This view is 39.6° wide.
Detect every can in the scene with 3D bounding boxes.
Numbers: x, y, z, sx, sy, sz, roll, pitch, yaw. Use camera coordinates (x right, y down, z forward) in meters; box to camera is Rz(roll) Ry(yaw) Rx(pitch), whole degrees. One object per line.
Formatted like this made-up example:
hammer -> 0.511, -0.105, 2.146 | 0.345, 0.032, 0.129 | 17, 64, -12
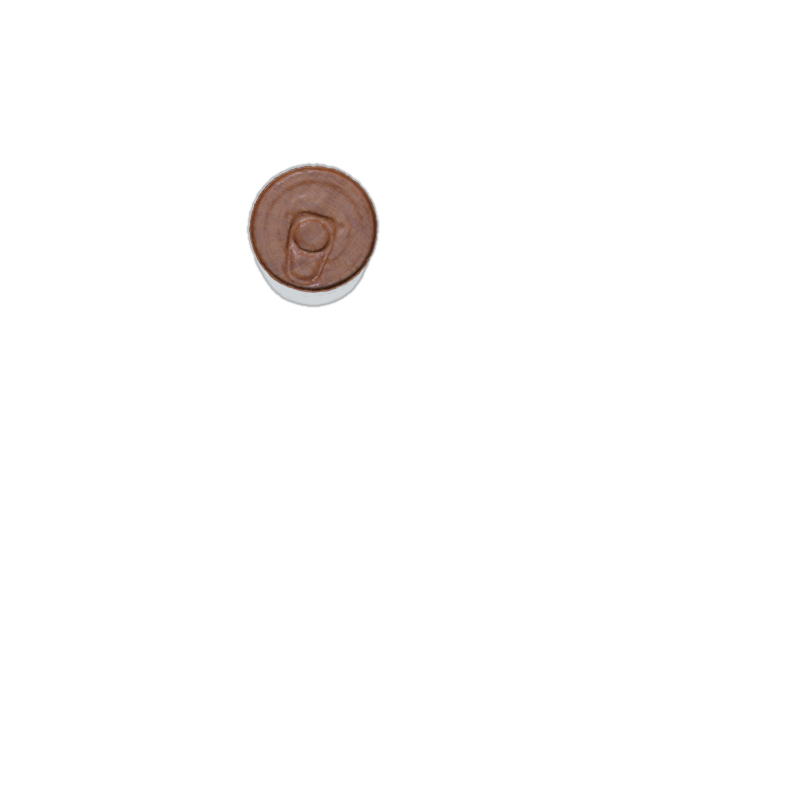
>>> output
can -> -0.049, -0.090, 0.629 | 0.068, 0.069, 0.101 | 0, -3, -3
